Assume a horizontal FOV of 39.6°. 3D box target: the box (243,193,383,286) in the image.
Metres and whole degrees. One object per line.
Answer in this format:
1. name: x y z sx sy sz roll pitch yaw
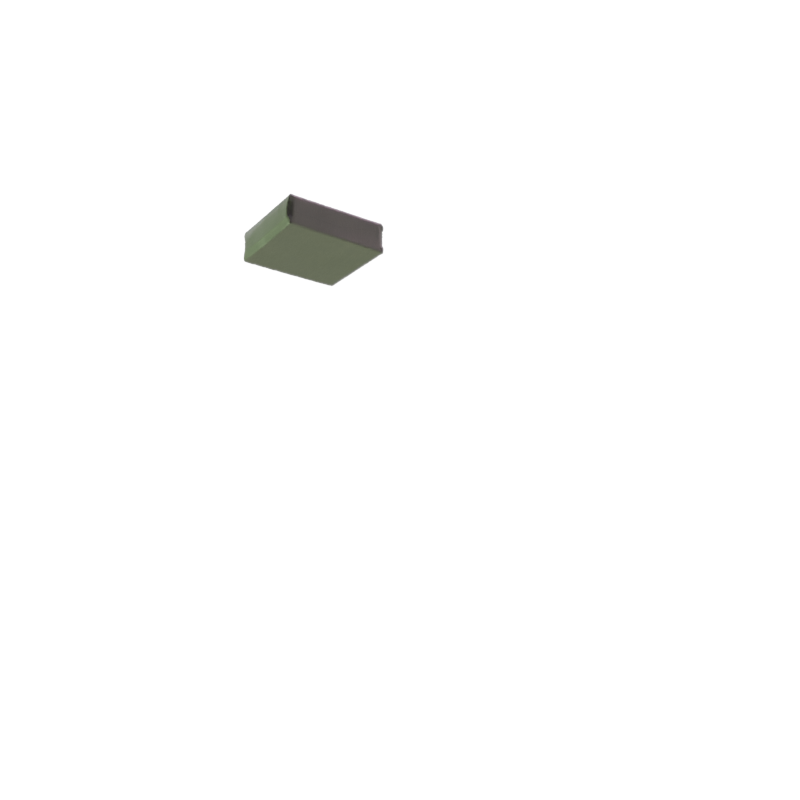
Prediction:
1. box: -0.069 -0.126 0.886 0.085 0.032 0.073 14 -27 -31
